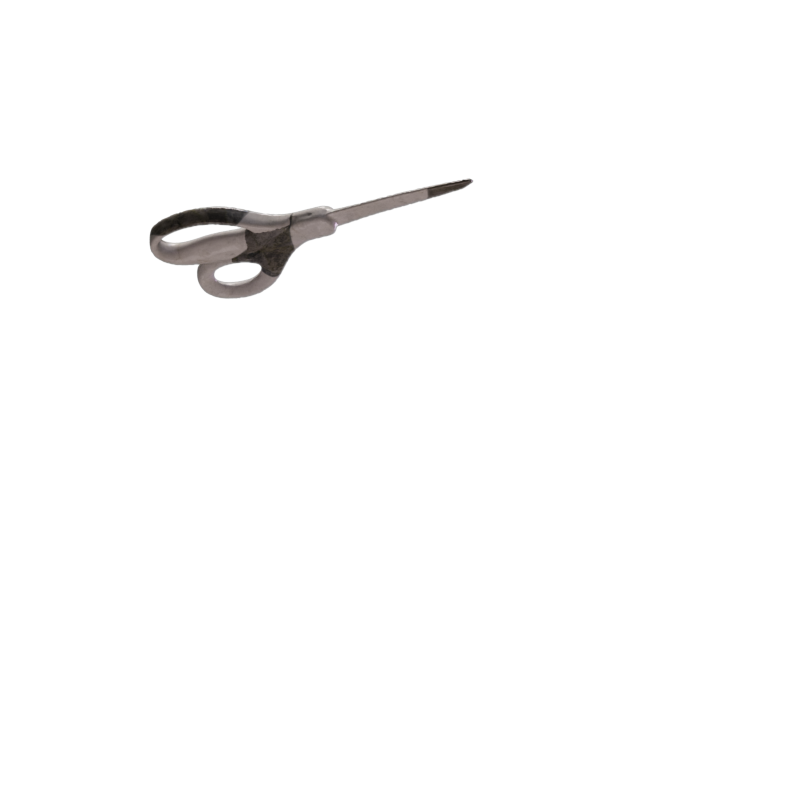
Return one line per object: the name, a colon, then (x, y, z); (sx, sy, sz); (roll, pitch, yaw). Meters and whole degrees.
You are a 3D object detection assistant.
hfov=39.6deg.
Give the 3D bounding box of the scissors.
scissors: (-0.054, -0.099, 0.691); (0.203, 0.017, 0.089); (-4, -30, 7)
